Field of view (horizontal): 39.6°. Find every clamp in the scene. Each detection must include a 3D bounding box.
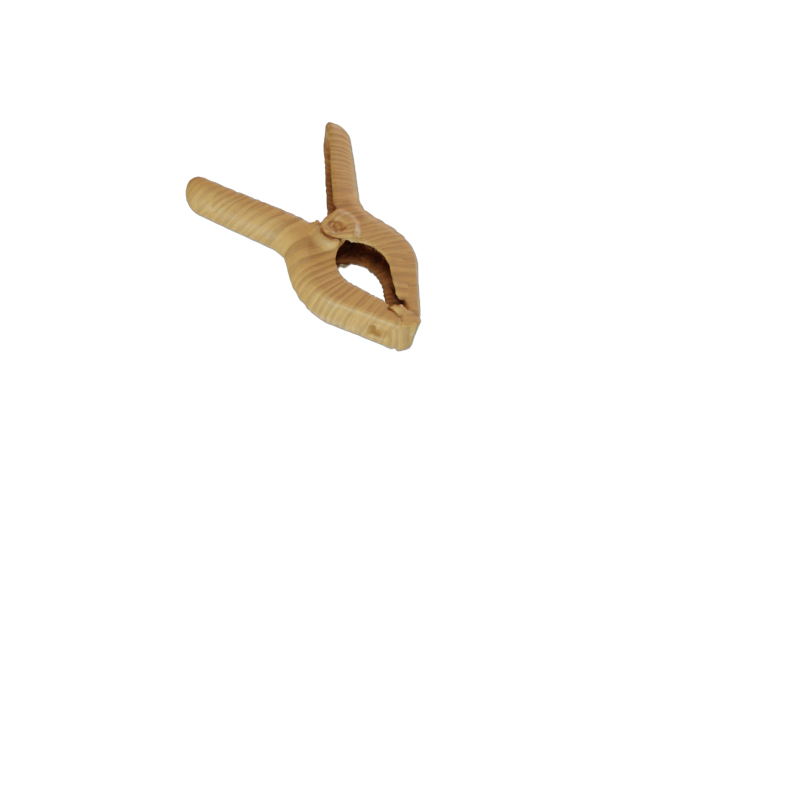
[{"bbox_3d":[-0.054,-0.098,0.685,0.119,0.184,0.037,-22,-32,-15],"label":"clamp"}]
